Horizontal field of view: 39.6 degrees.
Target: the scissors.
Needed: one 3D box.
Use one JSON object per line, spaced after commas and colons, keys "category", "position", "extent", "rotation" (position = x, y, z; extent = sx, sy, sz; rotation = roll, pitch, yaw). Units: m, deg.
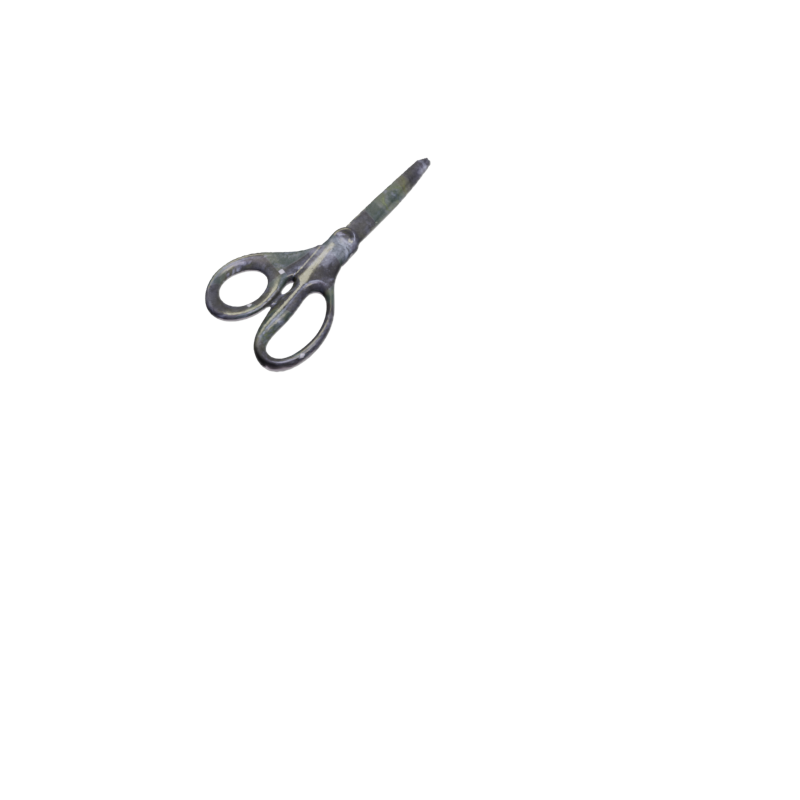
{"category": "scissors", "position": [-0.059, -0.108, 0.757], "extent": [0.099, 0.210, 0.015], "rotation": [18, -32, 12]}
